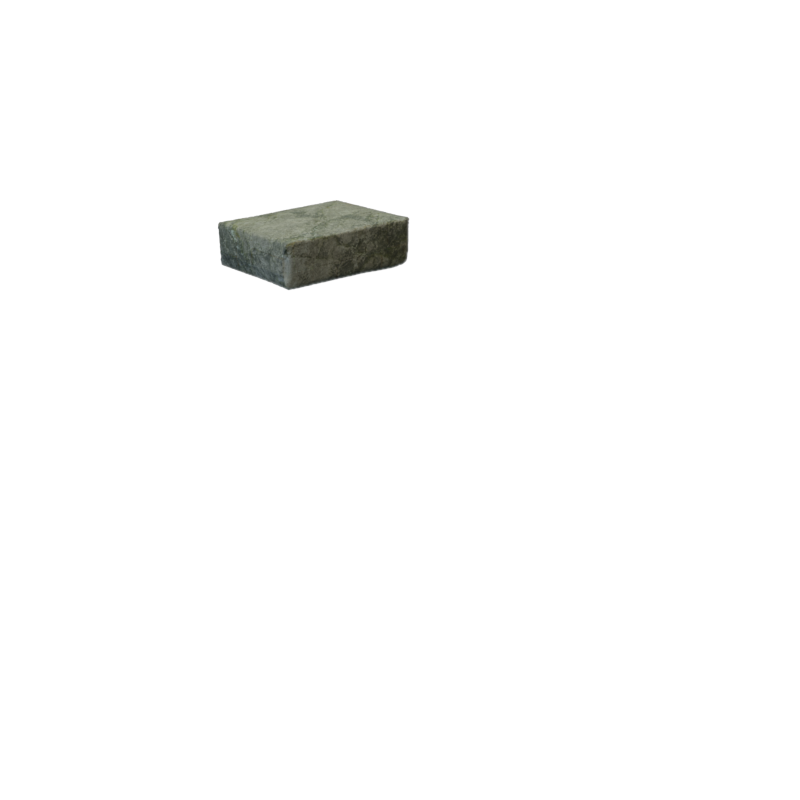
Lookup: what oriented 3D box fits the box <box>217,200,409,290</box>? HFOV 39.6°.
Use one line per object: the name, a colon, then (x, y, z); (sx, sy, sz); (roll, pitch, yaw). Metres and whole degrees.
box: (-0.064, -0.116, 0.814); (0.111, 0.037, 0.095); (-15, 25, -35)
